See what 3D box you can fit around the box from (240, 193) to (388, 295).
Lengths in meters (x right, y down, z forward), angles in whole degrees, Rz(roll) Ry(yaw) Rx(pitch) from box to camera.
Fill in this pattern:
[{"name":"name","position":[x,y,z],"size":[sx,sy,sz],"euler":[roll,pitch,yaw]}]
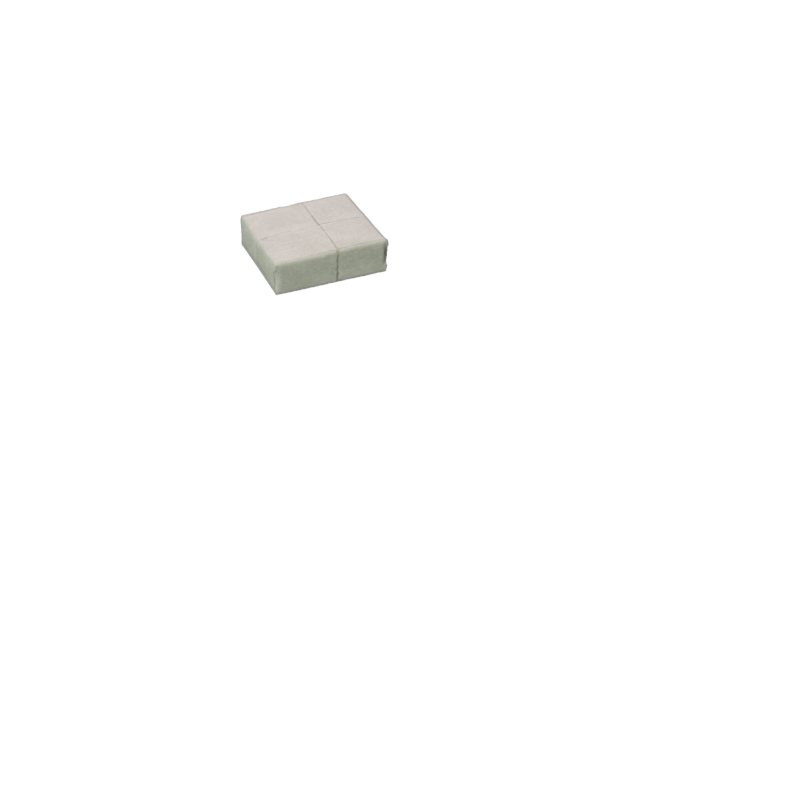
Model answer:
[{"name":"box","position":[-0.063,-0.116,0.810],"size":[0.088,0.028,0.079],"euler":[-15,40,-19]}]
